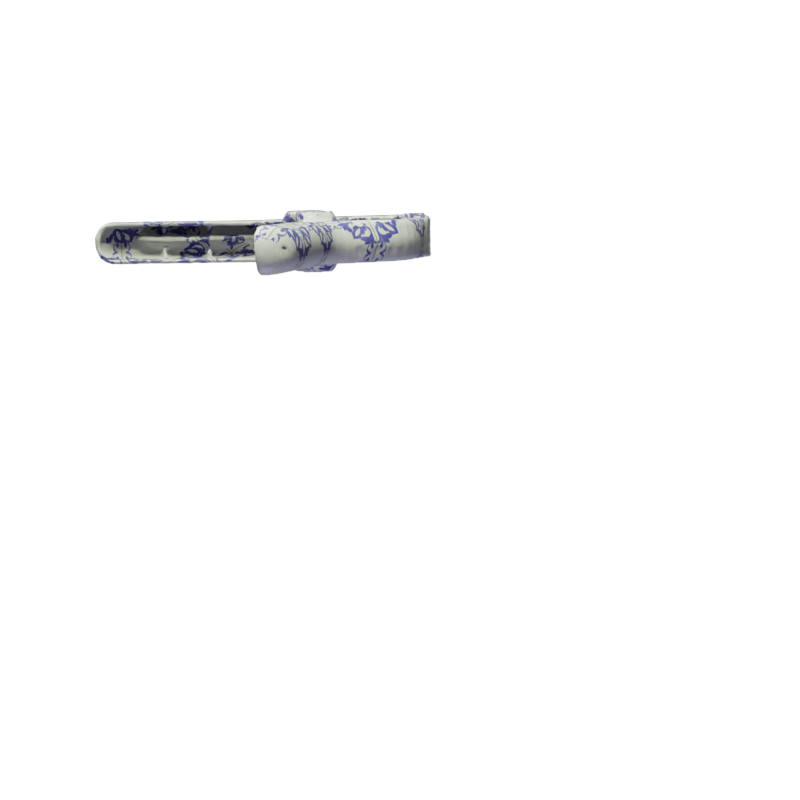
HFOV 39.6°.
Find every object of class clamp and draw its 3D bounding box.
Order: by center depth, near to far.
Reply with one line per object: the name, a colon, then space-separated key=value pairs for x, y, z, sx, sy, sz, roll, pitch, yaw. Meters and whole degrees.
clamp: x=-0.051 y=-0.093 z=0.651 sx=0.203 sy=0.036 sz=0.172 roll=-8 pitch=14 yaw=-36
